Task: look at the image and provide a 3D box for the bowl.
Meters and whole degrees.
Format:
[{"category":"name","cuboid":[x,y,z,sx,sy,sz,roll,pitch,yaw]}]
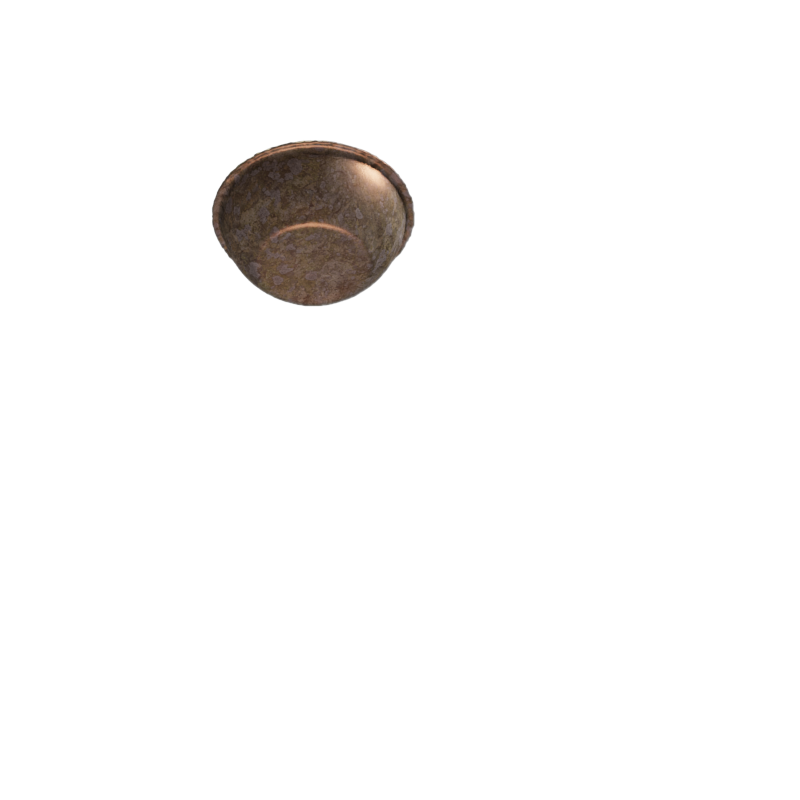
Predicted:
[{"category":"bowl","cuboid":[-0.068,-0.123,0.865,0.162,0.059,0.151,1,-41,-1]}]
